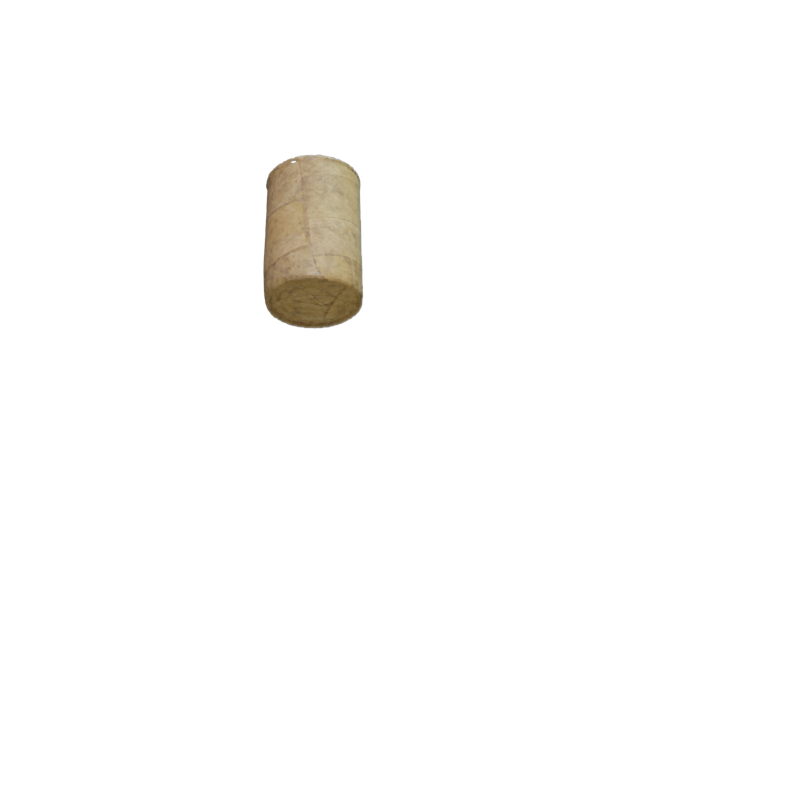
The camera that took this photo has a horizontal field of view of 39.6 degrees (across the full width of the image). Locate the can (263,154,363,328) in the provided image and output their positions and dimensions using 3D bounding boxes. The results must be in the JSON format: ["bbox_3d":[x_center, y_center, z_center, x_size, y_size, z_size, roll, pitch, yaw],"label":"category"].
[{"bbox_3d":[-0.060,-0.110,0.768,0.068,0.109,0.064,-1,-32,-2],"label":"can"}]
